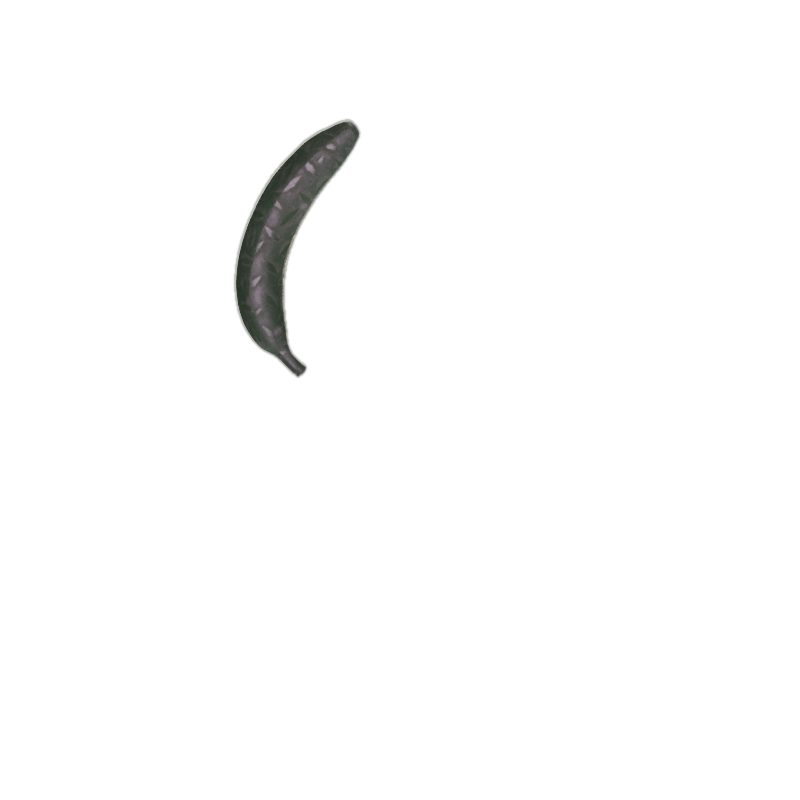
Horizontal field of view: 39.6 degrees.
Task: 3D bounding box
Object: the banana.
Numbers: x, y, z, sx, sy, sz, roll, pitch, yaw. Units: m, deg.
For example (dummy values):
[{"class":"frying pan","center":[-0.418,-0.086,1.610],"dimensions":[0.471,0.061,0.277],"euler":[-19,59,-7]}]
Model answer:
[{"class":"banana","center":[-0.084,-0.120,0.838],"dimensions":[0.069,0.193,0.038],"euler":[13,11,-4]}]
